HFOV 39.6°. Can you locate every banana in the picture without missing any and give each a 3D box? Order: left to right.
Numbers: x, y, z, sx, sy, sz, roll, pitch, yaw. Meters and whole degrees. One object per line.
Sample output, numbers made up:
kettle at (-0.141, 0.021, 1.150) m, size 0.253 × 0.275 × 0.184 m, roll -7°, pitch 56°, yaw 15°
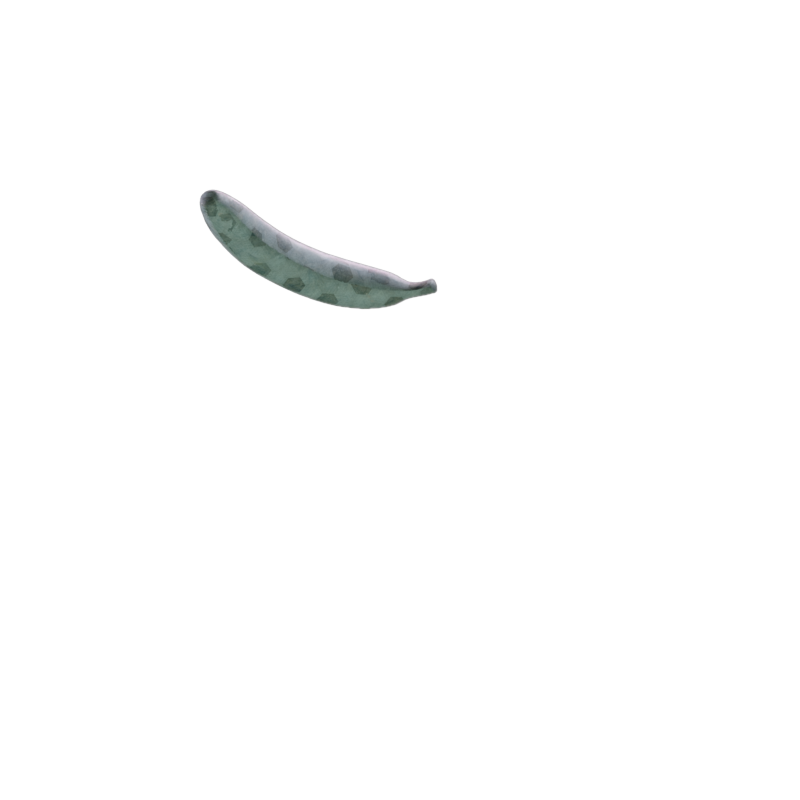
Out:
banana at (-0.071, -0.108, 0.838) m, size 0.189 × 0.039 × 0.068 m, roll 18°, pitch -40°, yaw -24°
